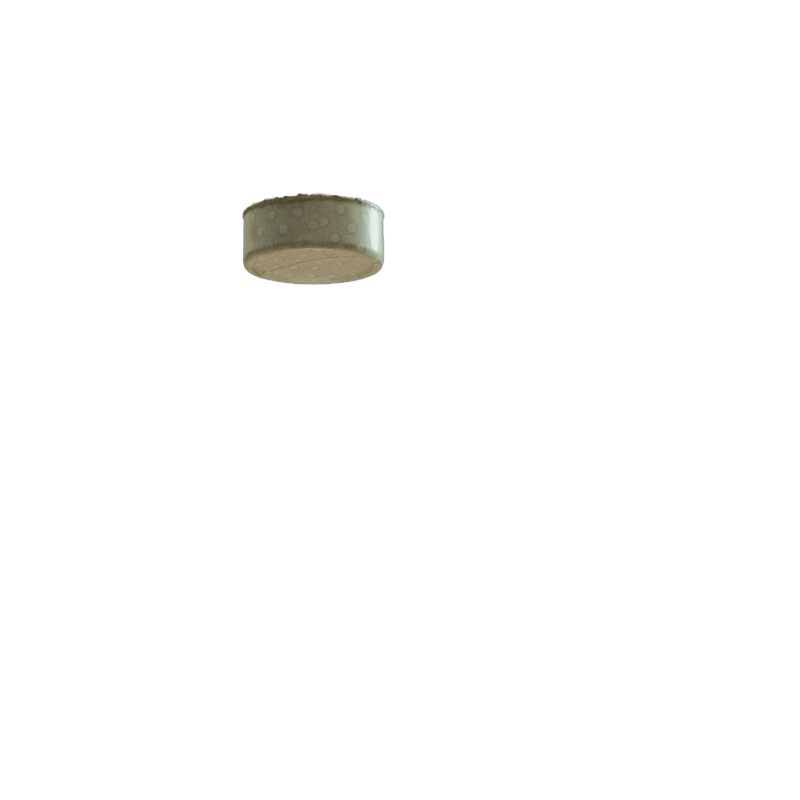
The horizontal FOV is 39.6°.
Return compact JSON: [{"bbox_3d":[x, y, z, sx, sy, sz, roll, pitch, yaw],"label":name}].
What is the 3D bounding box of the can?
[{"bbox_3d":[-0.052,-0.095,0.665,0.086,0.035,0.083,0,-9,-2],"label":"can"}]
